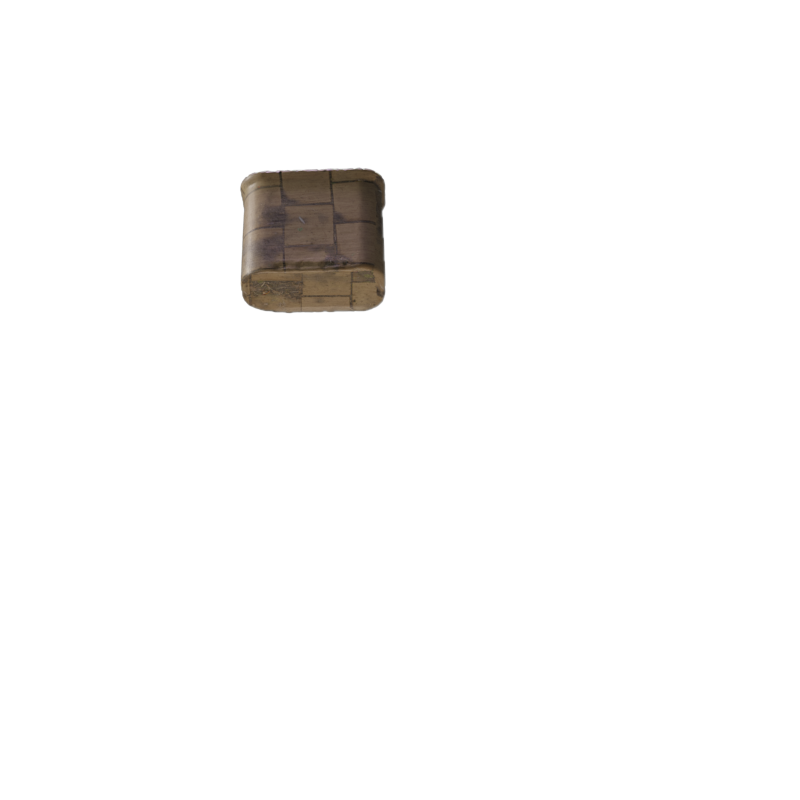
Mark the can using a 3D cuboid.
[{"bbox_3d":[-0.059,-0.109,0.761,0.102,0.090,0.054,-2,-33,1],"label":"can"}]
